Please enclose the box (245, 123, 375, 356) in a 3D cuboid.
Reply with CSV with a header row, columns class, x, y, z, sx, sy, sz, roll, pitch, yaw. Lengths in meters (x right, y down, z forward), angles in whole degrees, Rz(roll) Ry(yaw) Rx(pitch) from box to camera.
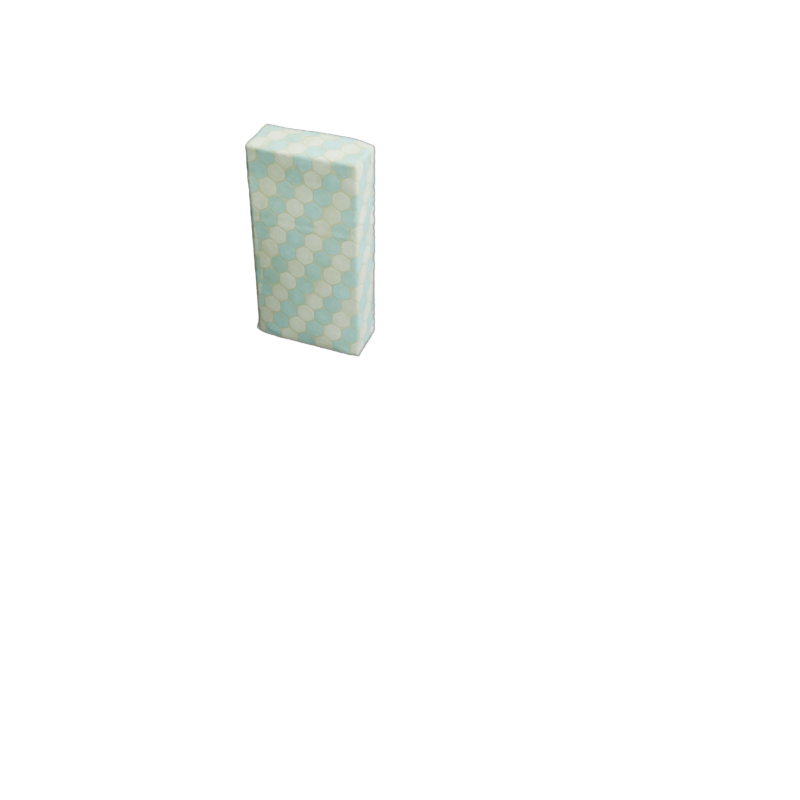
class,x,y,z,sx,sy,sz,roll,pitch,yaw
box,-0.068,-0.124,0.866,0.096,0.165,0.049,15,35,18
